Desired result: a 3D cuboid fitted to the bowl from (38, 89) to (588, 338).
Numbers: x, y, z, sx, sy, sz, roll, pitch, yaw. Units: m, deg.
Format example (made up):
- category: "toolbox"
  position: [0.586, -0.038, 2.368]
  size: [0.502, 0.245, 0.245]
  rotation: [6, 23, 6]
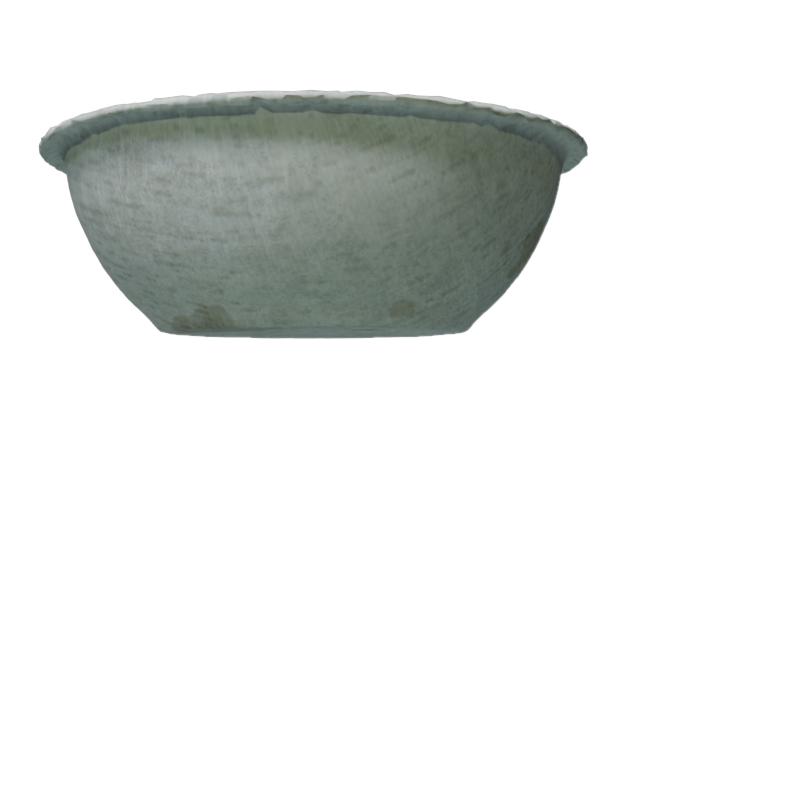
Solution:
- category: "bowl"
  position: [-0.026, -0.047, 0.332]
  size: [0.162, 0.056, 0.161]
  rotation: [0, 0, -2]
